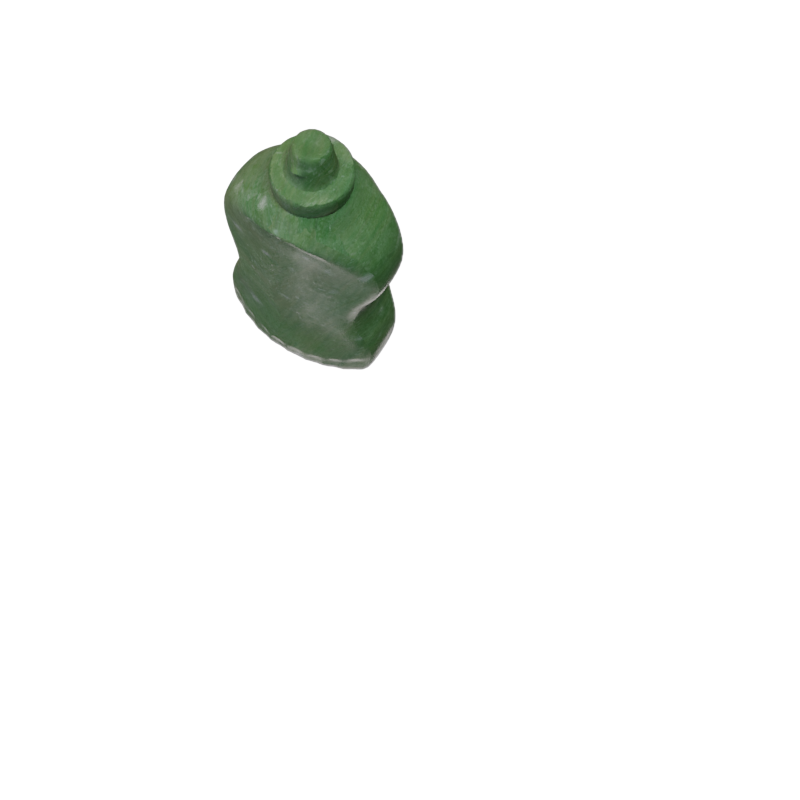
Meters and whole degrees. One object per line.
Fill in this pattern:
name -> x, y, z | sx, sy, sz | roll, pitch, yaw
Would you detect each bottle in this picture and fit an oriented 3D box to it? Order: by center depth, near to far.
bottle -> -0.046, -0.083, 0.582 | 0.099, 0.060, 0.182 | 32, -20, 9
